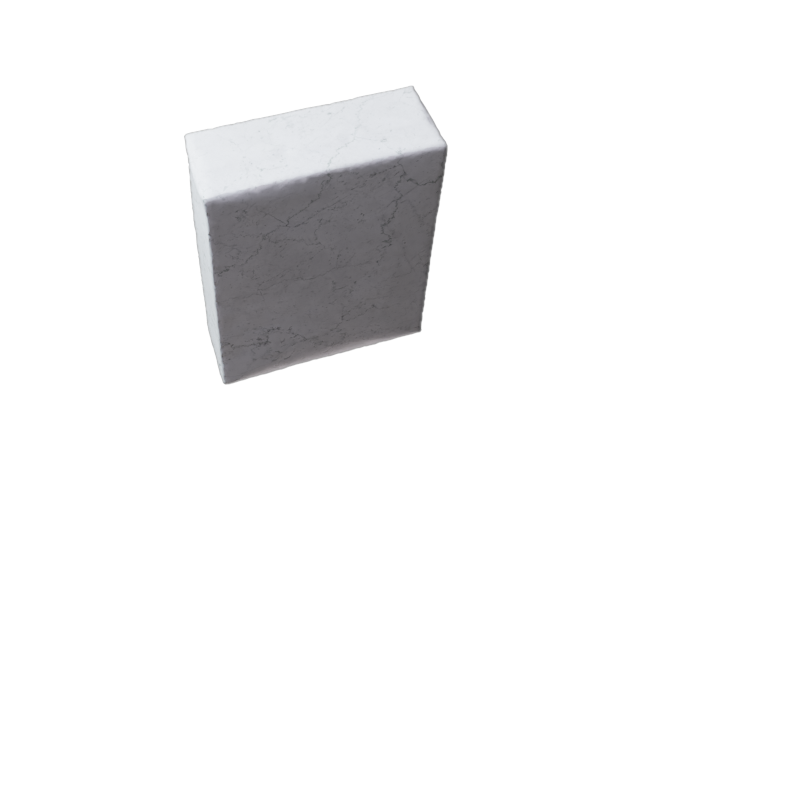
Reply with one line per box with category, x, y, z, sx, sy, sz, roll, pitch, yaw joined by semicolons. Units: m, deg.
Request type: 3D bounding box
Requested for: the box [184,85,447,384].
box;-0.062;-0.114;0.795;0.163;0.077;0.200;-15;-33;-13
